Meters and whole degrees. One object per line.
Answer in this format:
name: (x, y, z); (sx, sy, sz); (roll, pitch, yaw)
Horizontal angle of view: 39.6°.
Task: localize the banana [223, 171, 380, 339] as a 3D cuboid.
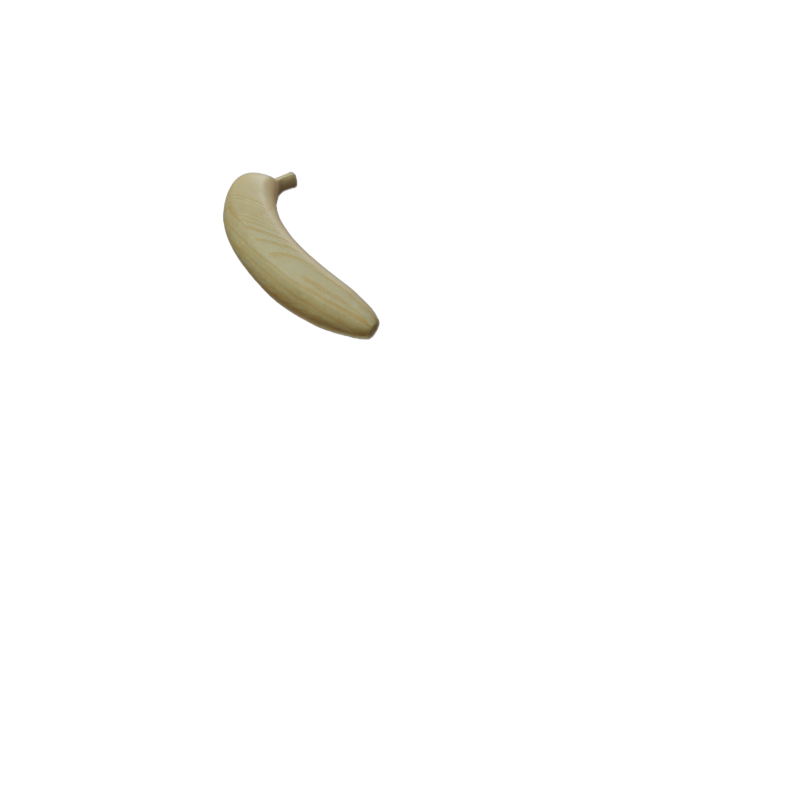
banana: (-0.076, -0.103, 0.730); (0.069, 0.034, 0.214); (-11, 41, -14)
